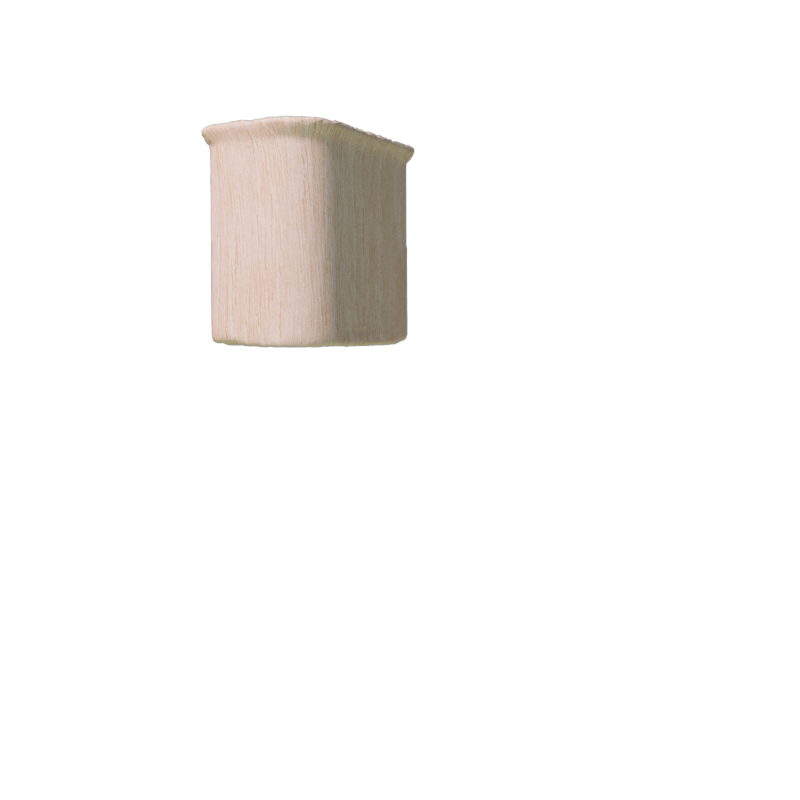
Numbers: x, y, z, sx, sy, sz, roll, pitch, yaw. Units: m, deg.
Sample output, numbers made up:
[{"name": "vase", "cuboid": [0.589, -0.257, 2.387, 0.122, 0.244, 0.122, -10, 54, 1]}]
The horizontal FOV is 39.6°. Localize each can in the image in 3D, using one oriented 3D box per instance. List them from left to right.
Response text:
[{"name": "can", "cuboid": [-0.035, -0.064, 0.446, 0.059, 0.084, 0.098, -1, 0, 26]}]
